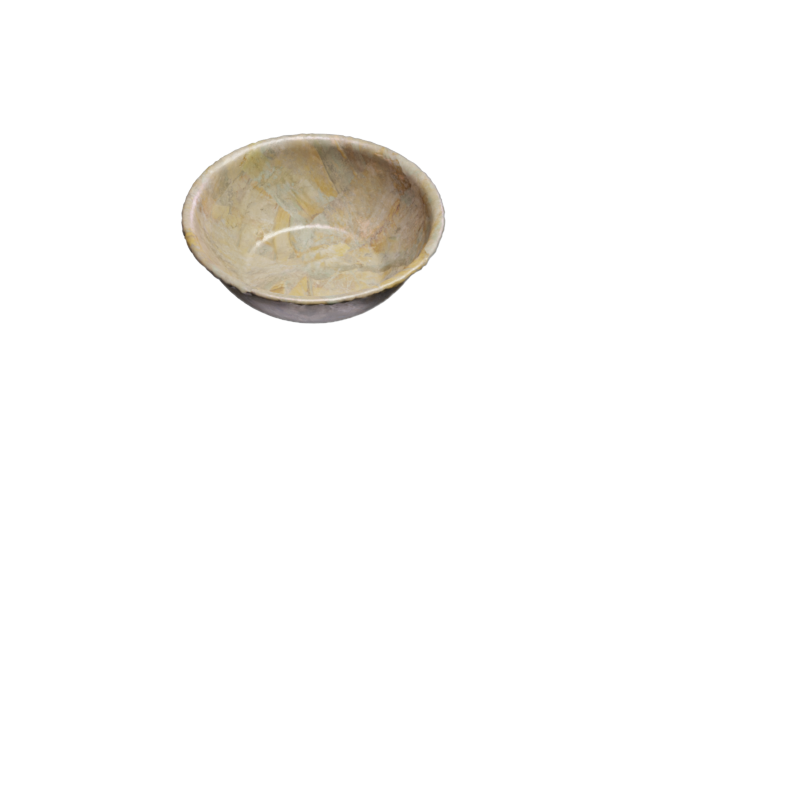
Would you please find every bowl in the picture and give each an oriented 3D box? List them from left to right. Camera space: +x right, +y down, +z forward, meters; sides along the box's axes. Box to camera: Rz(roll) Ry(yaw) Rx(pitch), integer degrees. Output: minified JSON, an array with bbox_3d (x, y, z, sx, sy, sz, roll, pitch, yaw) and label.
[{"bbox_3d":[-0.055,-0.099,0.696,0.162,0.174,0.051,-1,-44,-1],"label":"bowl"}]
